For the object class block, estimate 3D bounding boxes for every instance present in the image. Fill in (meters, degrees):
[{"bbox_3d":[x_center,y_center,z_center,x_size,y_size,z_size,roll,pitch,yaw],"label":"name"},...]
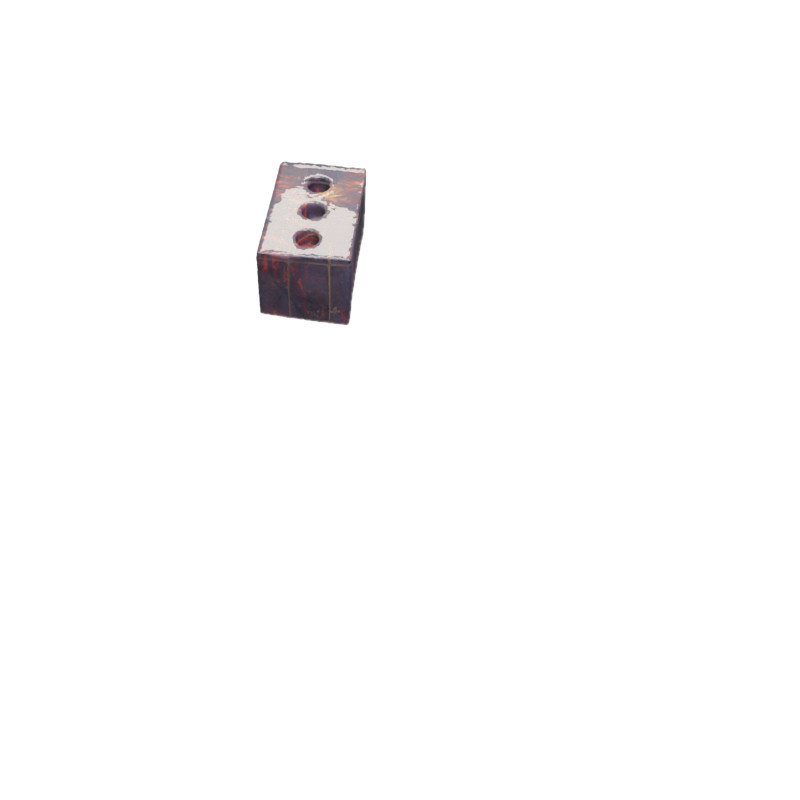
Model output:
[{"bbox_3d":[-0.050,-0.091,0.635,0.053,0.083,0.048,5,-41,2],"label":"block"}]
